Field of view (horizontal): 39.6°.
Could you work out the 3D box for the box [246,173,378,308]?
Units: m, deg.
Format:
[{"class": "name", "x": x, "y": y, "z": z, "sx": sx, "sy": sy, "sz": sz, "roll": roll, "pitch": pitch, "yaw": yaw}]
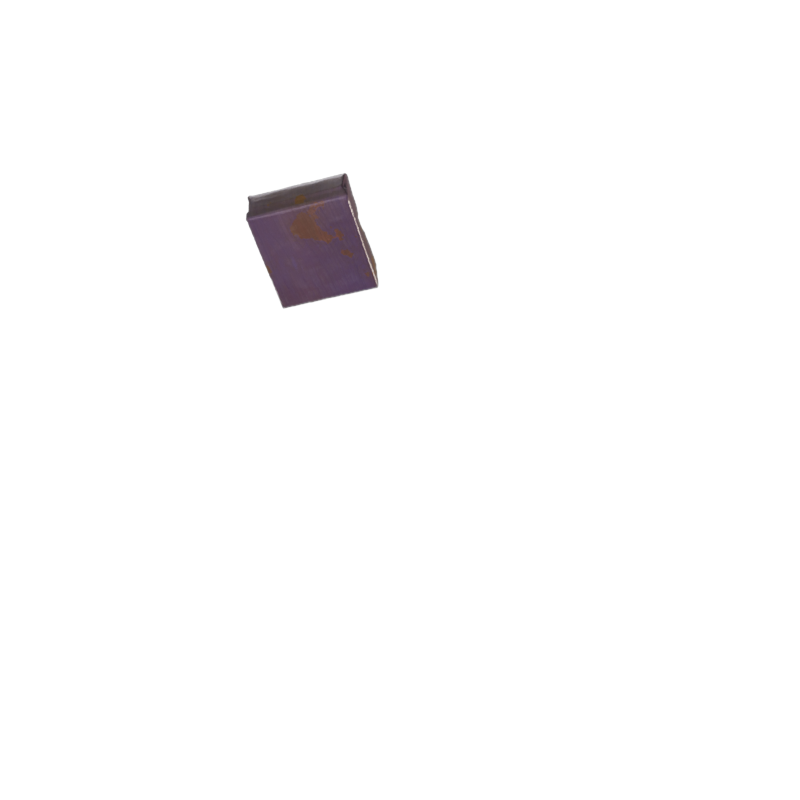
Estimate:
[{"class": "box", "x": -0.062, "y": -0.113, "z": 0.788, "sx": 0.074, "sy": 0.083, "sz": 0.032, "roll": -12, "pitch": 39, "yaw": 9}]
